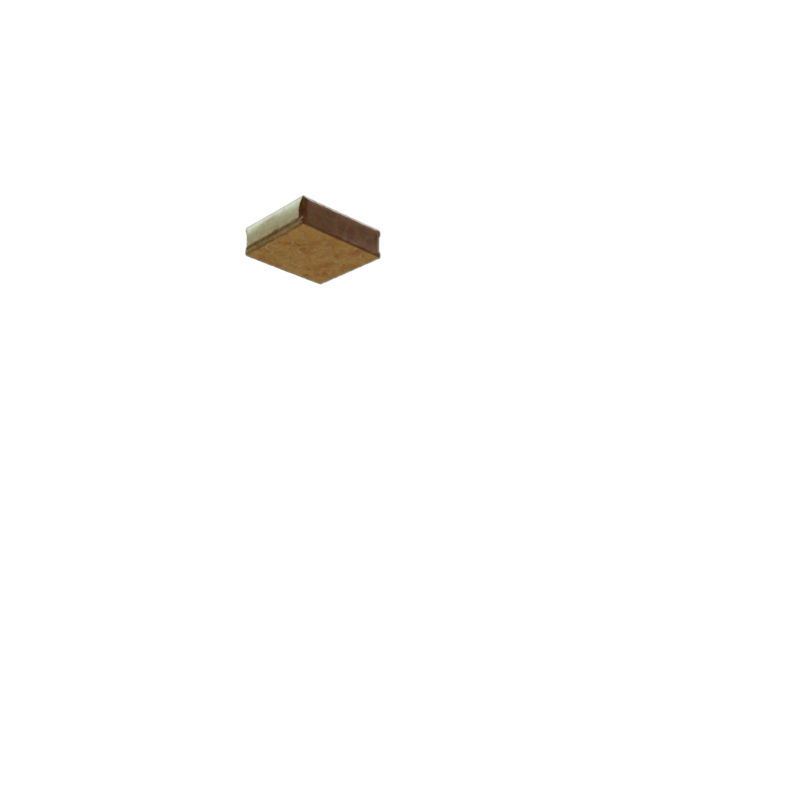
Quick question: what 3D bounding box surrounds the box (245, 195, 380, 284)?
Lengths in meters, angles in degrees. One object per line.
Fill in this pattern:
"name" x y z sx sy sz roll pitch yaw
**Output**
"box" -0.072 -0.131 0.916 0.084 0.032 0.073 19 -28 -40
